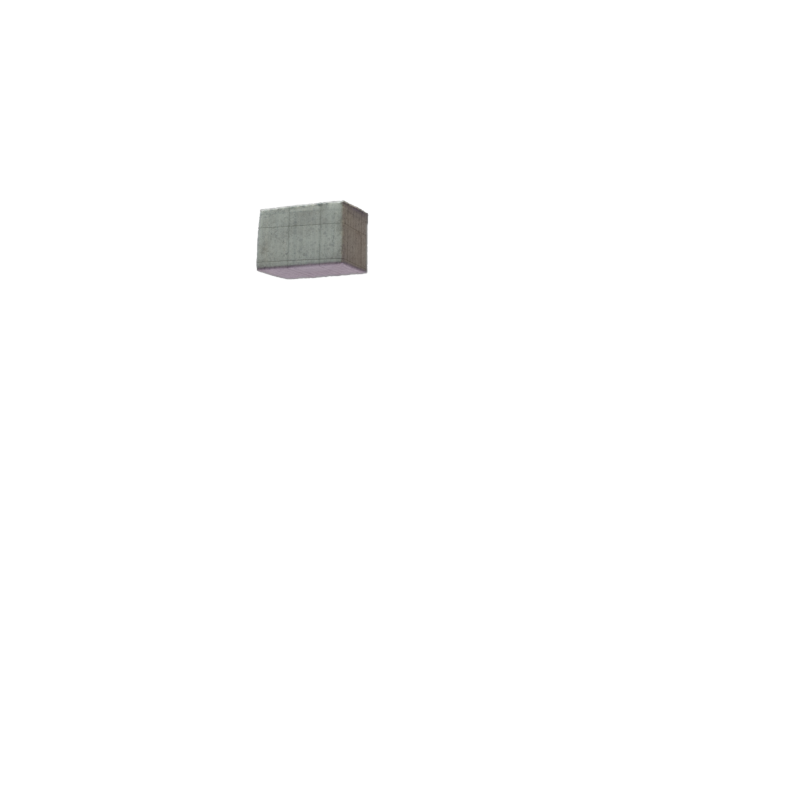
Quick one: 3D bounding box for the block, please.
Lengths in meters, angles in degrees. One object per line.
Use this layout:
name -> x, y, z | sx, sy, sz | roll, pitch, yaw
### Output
block -> -0.070, -0.129, 0.900 | 0.080, 0.052, 0.050 | -3, -7, 23
